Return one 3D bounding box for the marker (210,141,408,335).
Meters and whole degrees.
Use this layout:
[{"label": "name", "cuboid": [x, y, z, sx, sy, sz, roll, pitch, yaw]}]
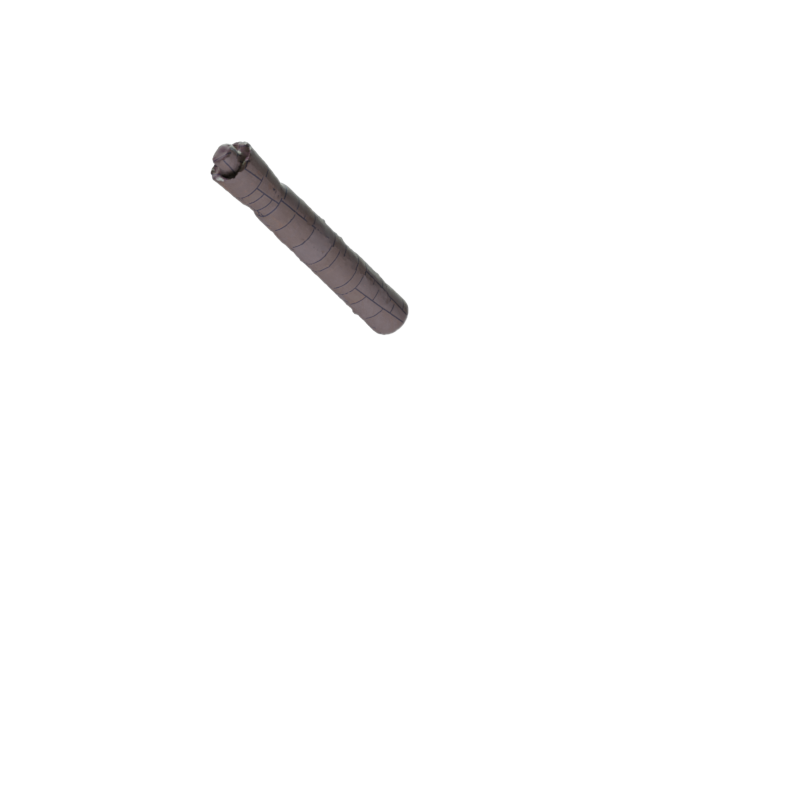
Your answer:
[{"label": "marker", "cuboid": [-0.035, -0.063, 0.442, 0.021, 0.020, 0.112, 3, -27, 40]}]
